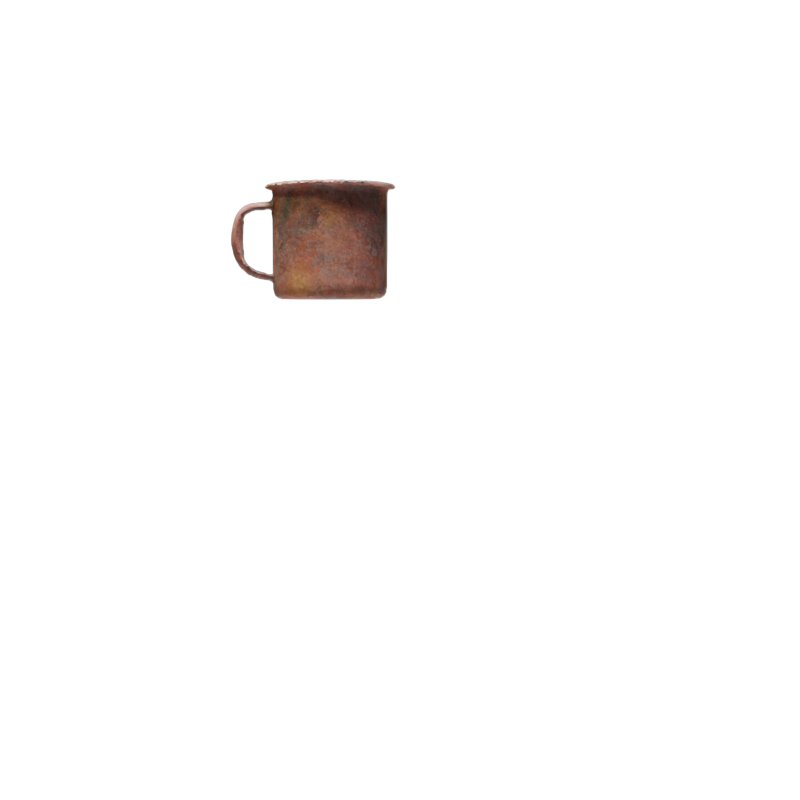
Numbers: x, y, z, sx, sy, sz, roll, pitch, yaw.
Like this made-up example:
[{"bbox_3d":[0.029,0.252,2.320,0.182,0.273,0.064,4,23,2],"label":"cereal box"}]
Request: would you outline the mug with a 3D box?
[{"bbox_3d":[-0.062,-0.113,0.790,0.116,0.082,0.094,-1,3,-9],"label":"mug"}]
